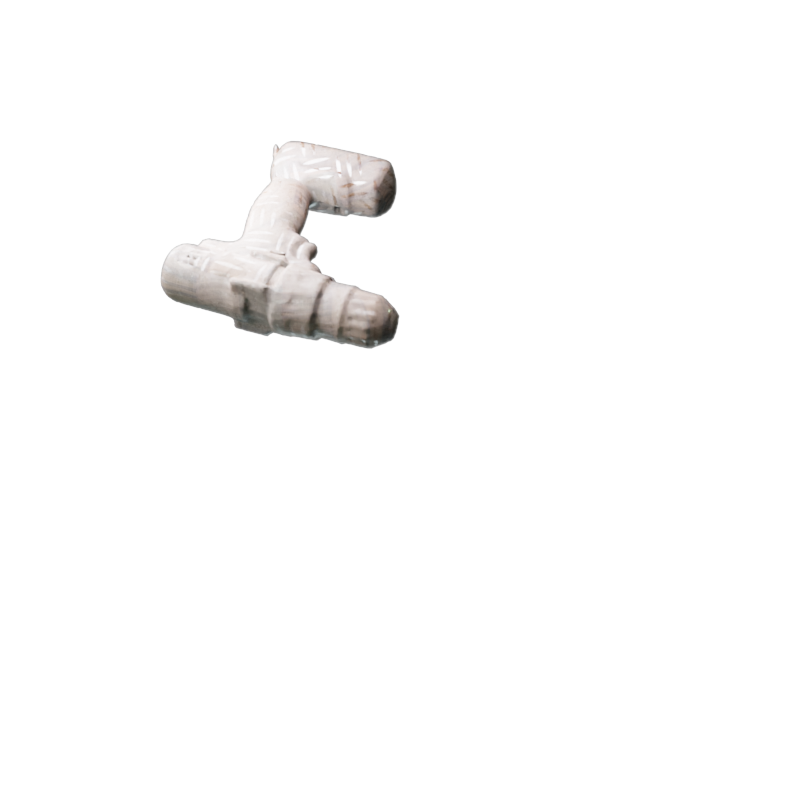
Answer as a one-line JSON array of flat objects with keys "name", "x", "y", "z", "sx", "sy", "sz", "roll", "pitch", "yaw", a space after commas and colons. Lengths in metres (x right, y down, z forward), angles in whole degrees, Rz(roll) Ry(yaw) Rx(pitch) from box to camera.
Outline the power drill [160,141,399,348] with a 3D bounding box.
[{"name": "power drill", "x": -0.067, "y": -0.123, "z": 0.860, "sx": 0.190, "sy": 0.053, "sz": 0.195, "roll": 15, "pitch": 45, "yaw": 15}]
